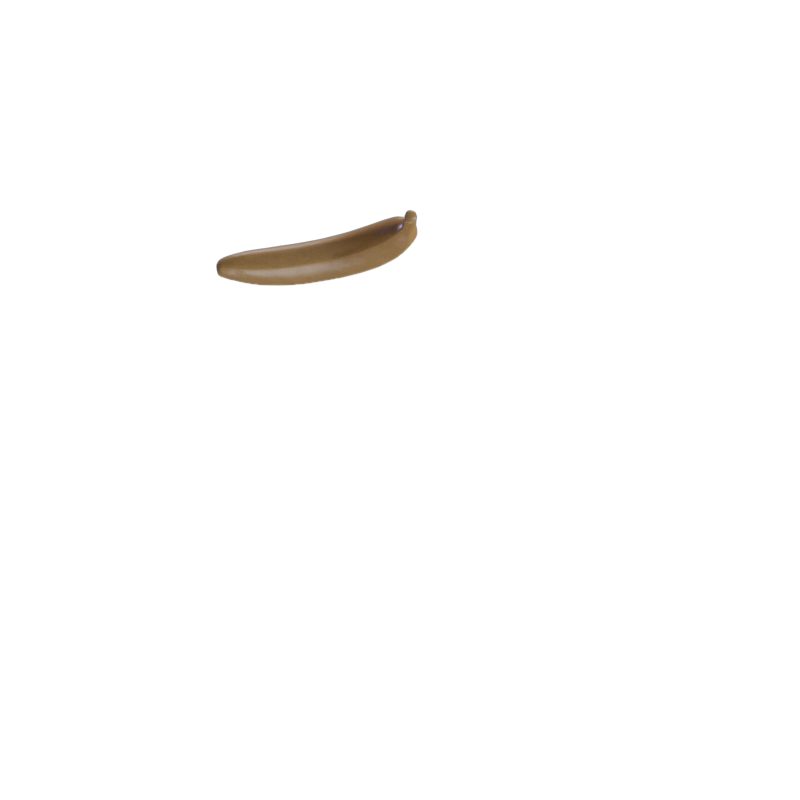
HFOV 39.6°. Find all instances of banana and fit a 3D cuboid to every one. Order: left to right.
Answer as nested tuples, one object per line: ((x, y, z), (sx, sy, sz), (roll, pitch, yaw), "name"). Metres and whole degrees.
((-0.063, -0.131, 0.969), (0.201, 0.039, 0.064), (-13, -28, 25), "banana")
